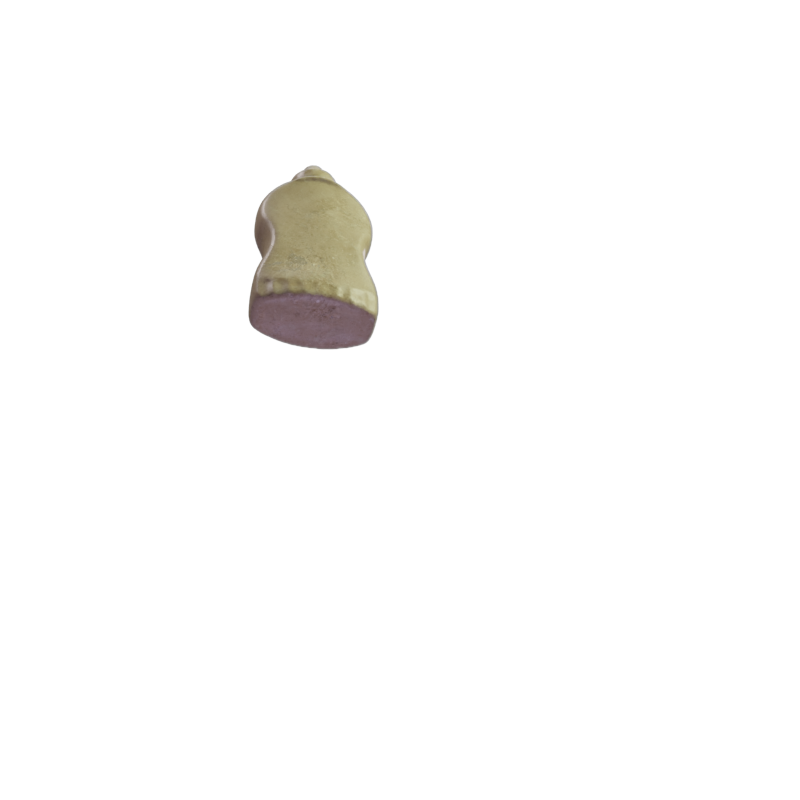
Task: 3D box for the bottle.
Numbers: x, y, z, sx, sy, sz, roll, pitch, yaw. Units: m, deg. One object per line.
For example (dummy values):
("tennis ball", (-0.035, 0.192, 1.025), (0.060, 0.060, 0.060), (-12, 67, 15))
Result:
("bottle", (-0.070, -0.127, 0.893), (0.095, 0.055, 0.206), (5, 43, -9))
